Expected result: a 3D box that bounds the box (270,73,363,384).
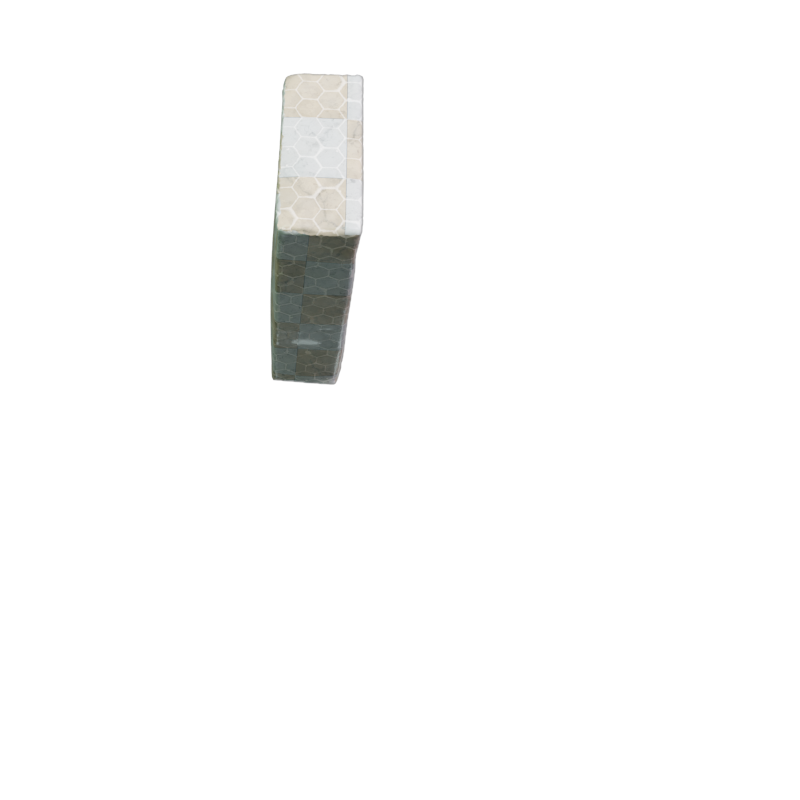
[{"bbox_3d":[-0.047,-0.085,0.592,0.048,0.099,0.166,2,-25,-3],"label":"box"}]
